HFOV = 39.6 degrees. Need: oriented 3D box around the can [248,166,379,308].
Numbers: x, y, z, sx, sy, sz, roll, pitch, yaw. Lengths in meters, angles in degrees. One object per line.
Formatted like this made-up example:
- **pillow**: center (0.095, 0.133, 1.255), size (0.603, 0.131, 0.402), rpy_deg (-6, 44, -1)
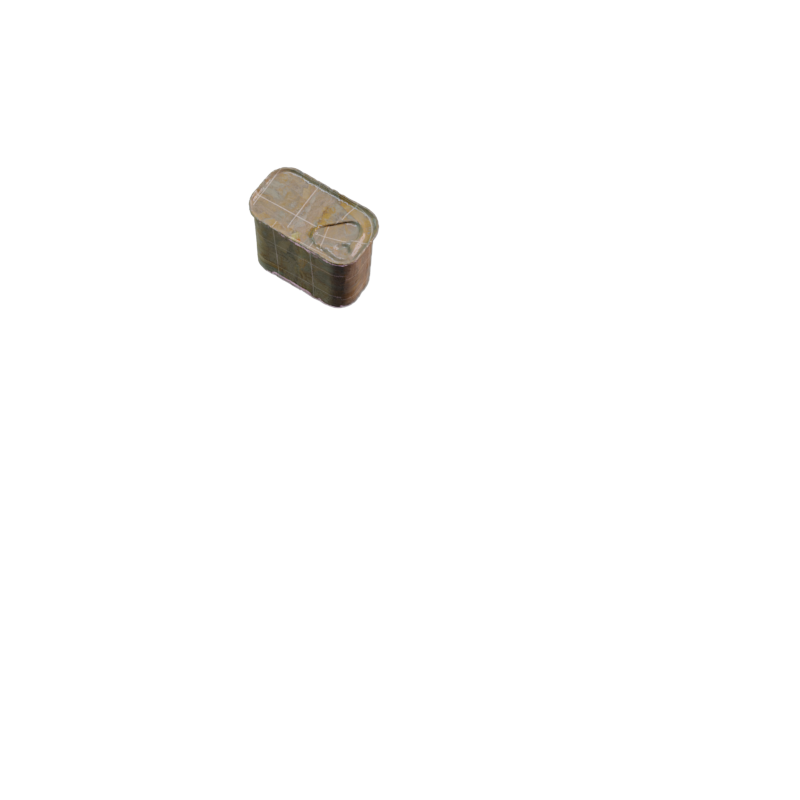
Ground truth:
- **can**: center (-0.070, -0.128, 0.897), size (0.106, 0.059, 0.079), rpy_deg (31, -24, 14)
